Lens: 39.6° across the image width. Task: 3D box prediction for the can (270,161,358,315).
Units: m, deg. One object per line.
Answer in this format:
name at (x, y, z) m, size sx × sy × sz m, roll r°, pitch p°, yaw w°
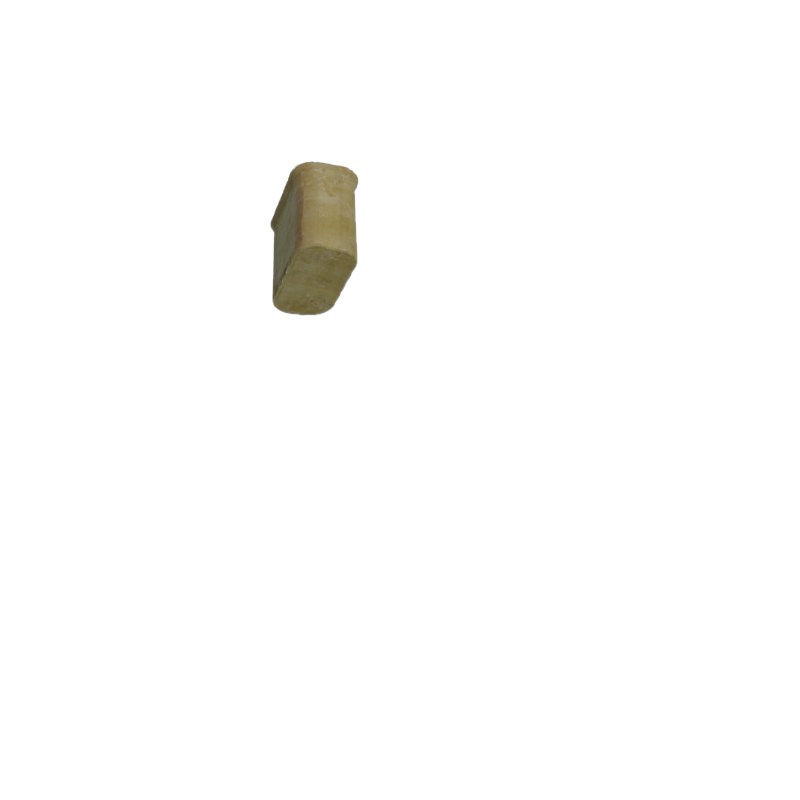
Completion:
can at (-0.071, -0.129, 0.902) m, size 0.056 × 0.090 × 0.098 m, roll 9°, pitch -35°, yaw -17°
